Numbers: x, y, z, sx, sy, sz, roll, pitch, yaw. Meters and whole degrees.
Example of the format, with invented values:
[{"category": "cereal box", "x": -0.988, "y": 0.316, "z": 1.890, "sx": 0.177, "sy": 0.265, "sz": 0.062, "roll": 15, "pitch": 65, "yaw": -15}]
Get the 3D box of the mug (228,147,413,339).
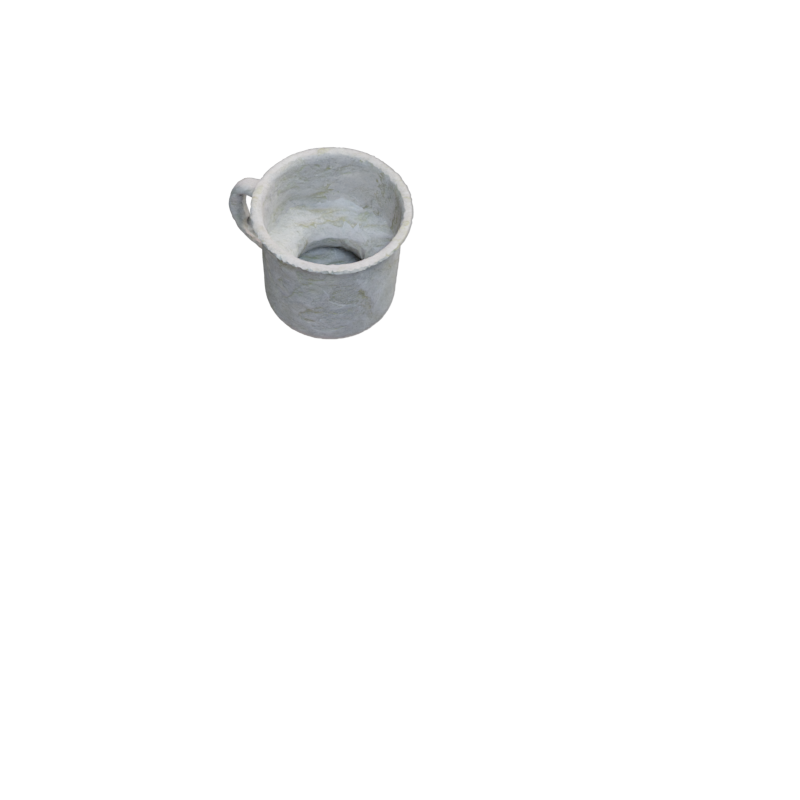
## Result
[{"category": "mug", "x": -0.052, "y": -0.095, "z": 0.664, "sx": 0.121, "sy": 0.096, "sz": 0.076, "roll": 24, "pitch": -31, "yaw": 15}]
